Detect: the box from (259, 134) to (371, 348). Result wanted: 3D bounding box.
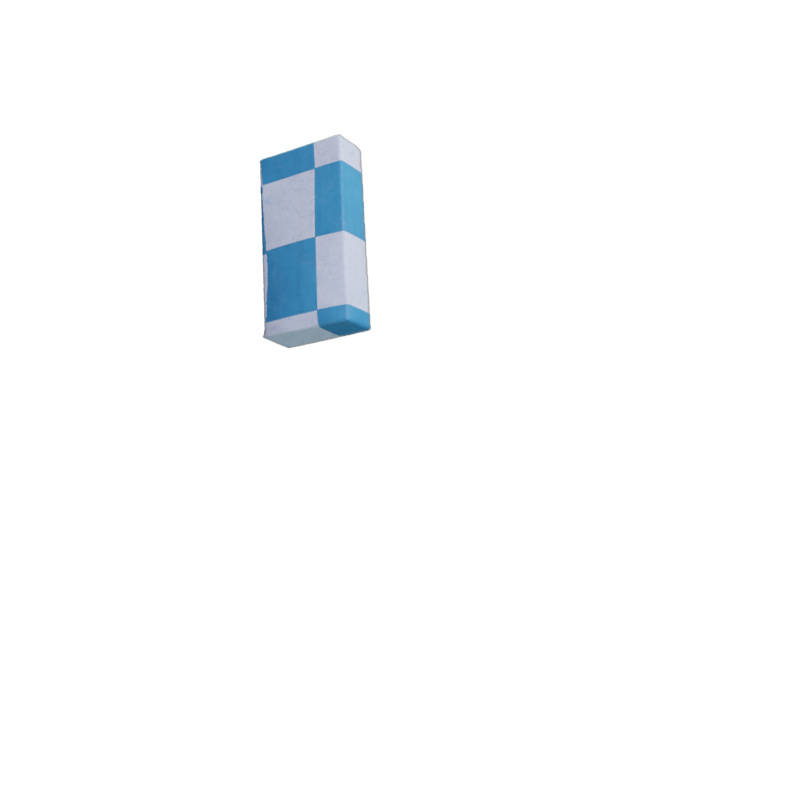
[{"bbox_3d":[-0.078,-0.143,0.999,0.095,0.185,0.045,-13,-24,30],"label":"box"}]
